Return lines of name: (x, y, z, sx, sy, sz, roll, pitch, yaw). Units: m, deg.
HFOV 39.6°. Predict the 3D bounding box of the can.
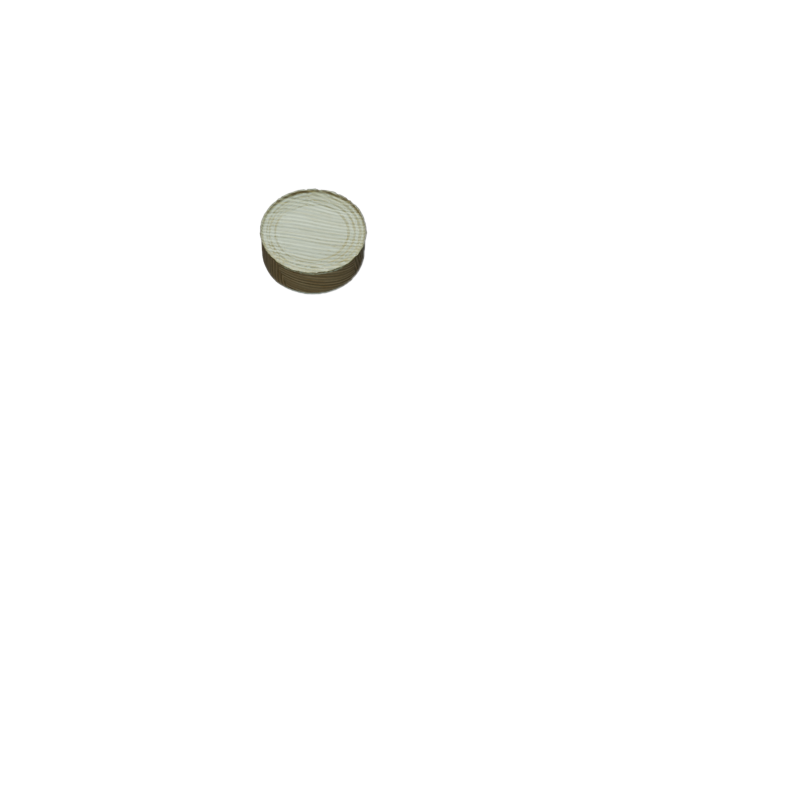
can: (-0.070, -0.128, 0.899, 0.086, 0.092, 0.031, -1, -34, -1)
